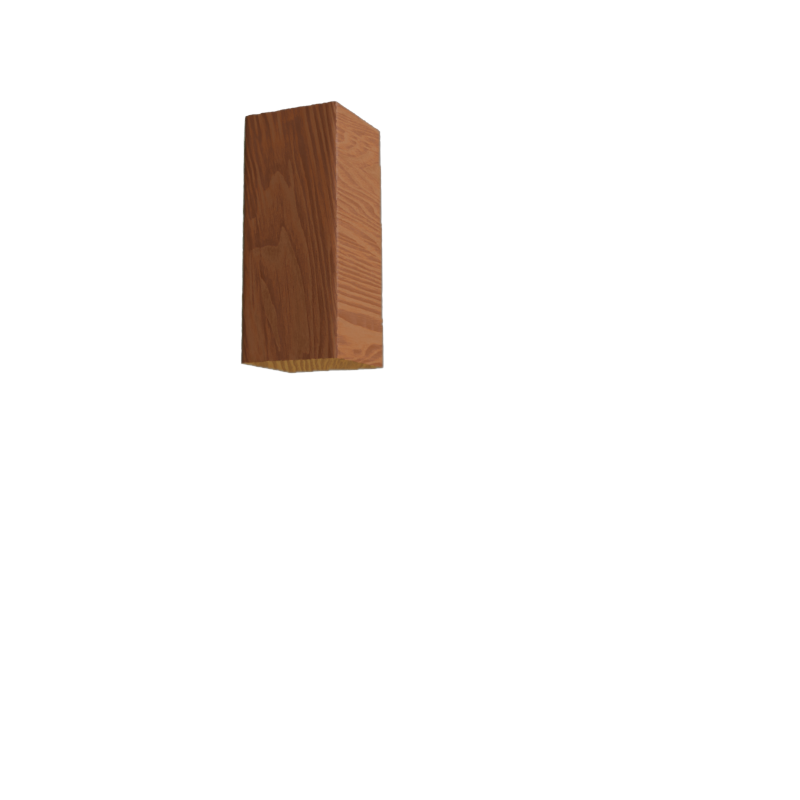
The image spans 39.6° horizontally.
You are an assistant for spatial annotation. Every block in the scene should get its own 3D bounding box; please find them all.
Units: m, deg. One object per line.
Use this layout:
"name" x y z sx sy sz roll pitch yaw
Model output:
"block" -0.072 -0.131 0.919 0.092 0.212 0.086 -6 -12 24
